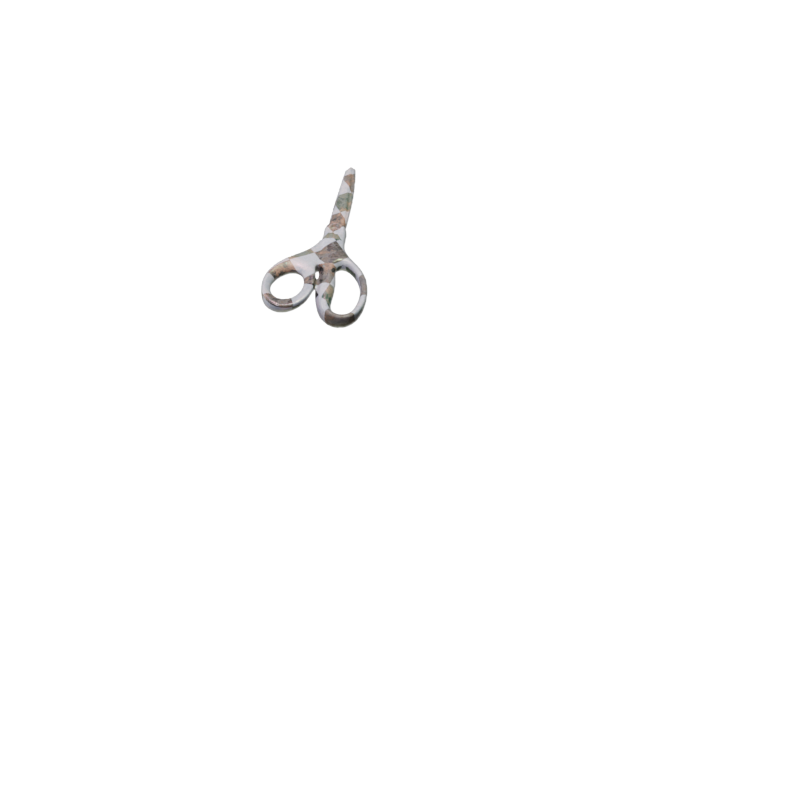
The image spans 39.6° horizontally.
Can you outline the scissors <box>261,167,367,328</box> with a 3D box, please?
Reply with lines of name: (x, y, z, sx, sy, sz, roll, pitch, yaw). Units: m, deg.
scissors: (-0.075, -0.137, 0.960, 0.096, 0.015, 0.218, -5, 45, -5)
